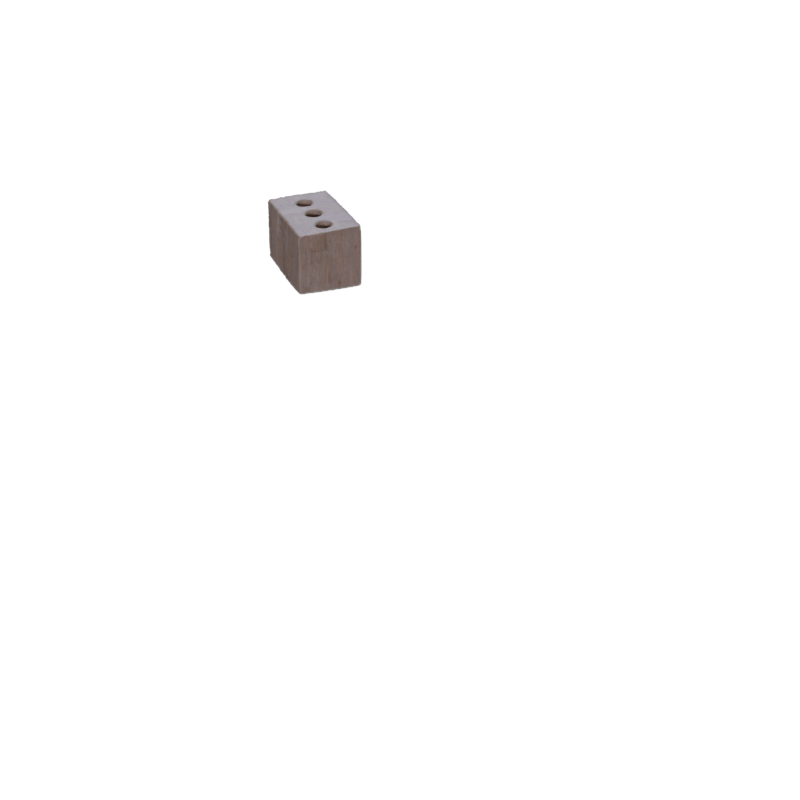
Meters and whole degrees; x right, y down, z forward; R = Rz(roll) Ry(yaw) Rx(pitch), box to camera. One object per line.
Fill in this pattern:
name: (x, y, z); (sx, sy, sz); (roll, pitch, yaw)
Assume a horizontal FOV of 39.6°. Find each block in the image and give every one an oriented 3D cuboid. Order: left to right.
block: (-0.069, -0.126, 0.879); (0.052, 0.048, 0.084); (-11, 32, -20)
